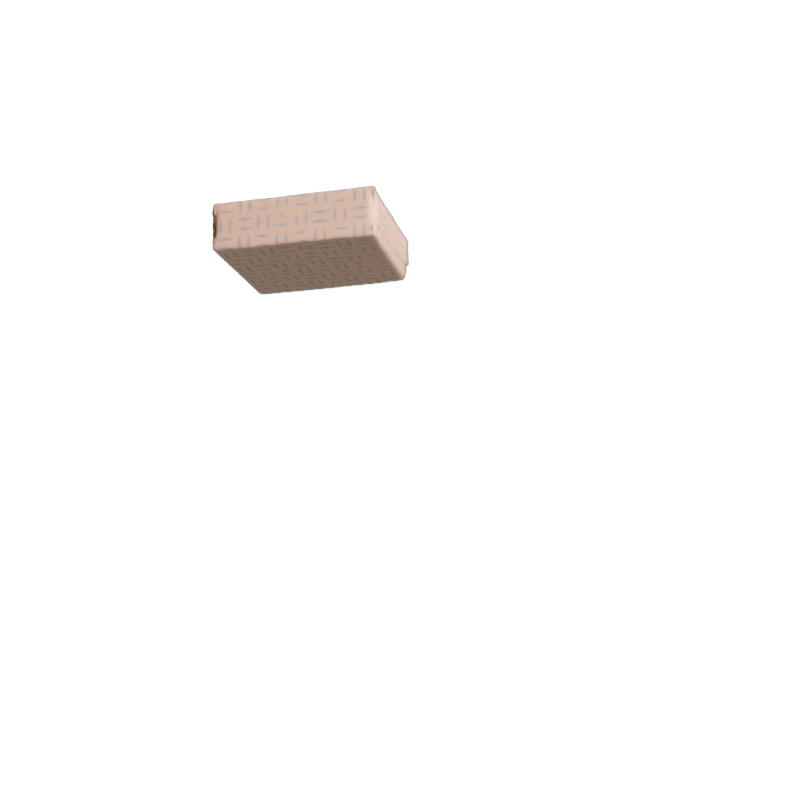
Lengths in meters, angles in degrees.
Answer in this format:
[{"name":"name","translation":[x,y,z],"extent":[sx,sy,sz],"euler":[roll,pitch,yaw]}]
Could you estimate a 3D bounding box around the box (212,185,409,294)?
[{"name":"box","translation":[-0.046,-0.085,0.594],"extent":[0.091,0.031,0.069],"euler":[-4,-16,15]}]
